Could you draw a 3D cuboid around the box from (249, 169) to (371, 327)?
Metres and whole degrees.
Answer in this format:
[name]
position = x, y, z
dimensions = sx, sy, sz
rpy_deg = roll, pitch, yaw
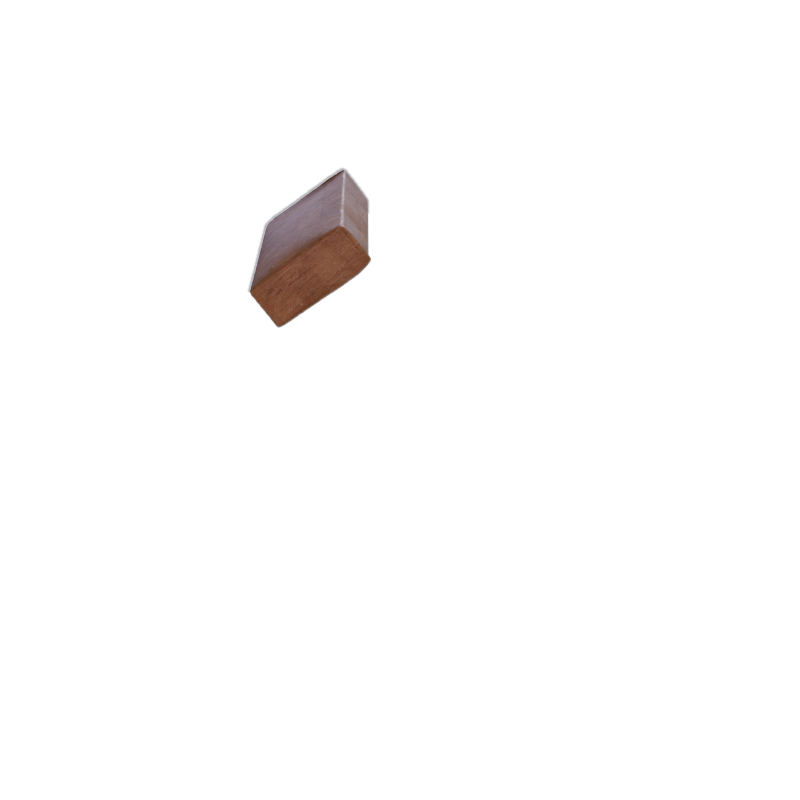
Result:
[box]
position = -0.073, -0.133, 0.932
dimensions = 0.093, 0.046, 0.186
rpy_deg = -34, 24, 12
